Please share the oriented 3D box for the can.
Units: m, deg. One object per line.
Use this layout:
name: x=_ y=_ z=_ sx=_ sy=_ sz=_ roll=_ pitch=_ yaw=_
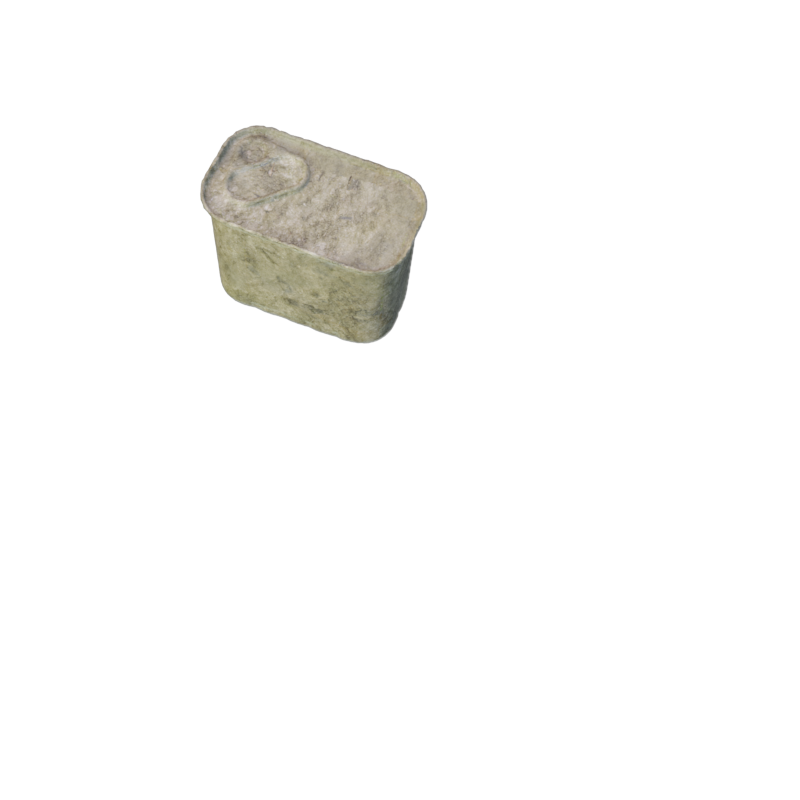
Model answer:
can: x=-0.043 y=-0.077 z=0.542 sx=0.104 sy=0.060 sz=0.079 roll=21 pitch=-25 yaw=9
